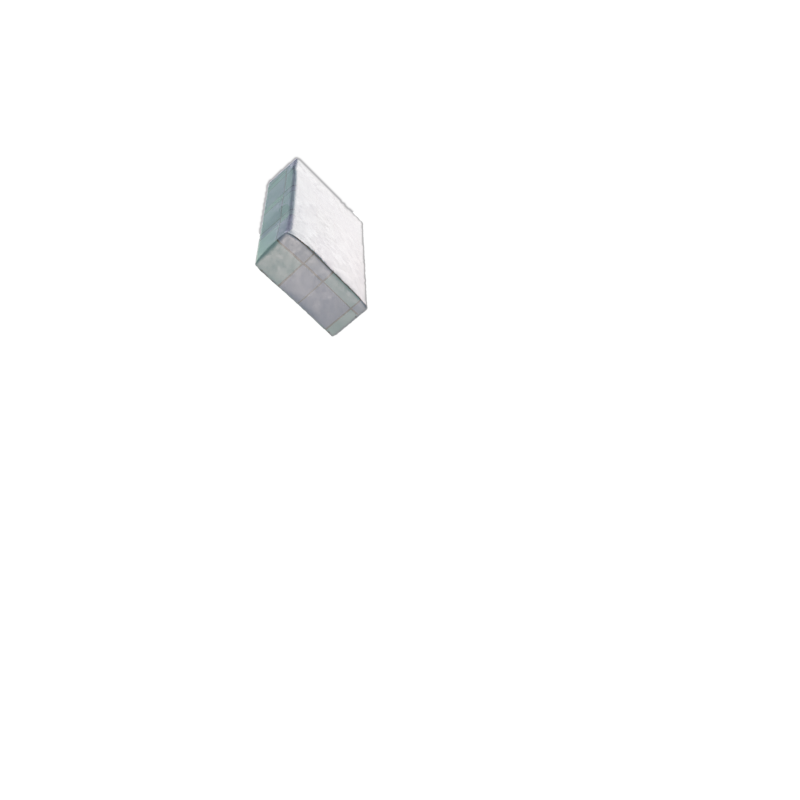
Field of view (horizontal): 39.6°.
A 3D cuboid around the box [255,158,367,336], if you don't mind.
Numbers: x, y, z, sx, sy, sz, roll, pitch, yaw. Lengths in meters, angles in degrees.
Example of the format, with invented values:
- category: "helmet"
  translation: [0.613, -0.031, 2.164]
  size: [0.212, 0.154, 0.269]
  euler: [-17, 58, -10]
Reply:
- category: "box"
  translation: [-0.075, -0.135, 0.951]
  size: [0.048, 0.089, 0.186]
  euler: [-41, 23, 16]
